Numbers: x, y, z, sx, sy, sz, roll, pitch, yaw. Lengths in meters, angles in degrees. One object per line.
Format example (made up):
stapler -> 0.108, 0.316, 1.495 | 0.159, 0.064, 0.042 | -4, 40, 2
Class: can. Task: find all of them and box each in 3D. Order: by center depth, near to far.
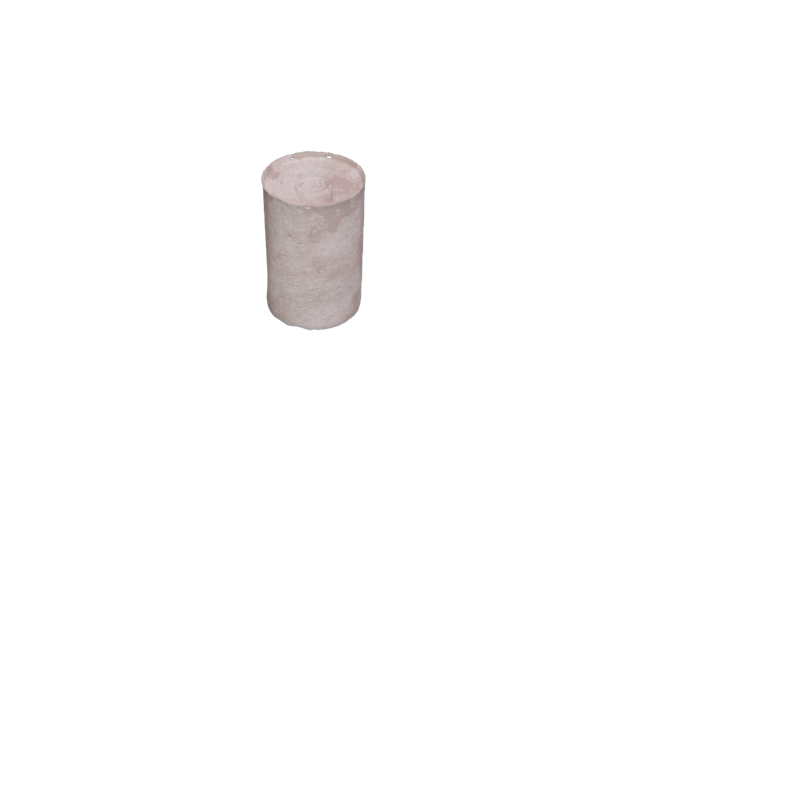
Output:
can -> -0.058, -0.106, 0.746 | 0.068, 0.096, 0.073 | 0, 37, -3
